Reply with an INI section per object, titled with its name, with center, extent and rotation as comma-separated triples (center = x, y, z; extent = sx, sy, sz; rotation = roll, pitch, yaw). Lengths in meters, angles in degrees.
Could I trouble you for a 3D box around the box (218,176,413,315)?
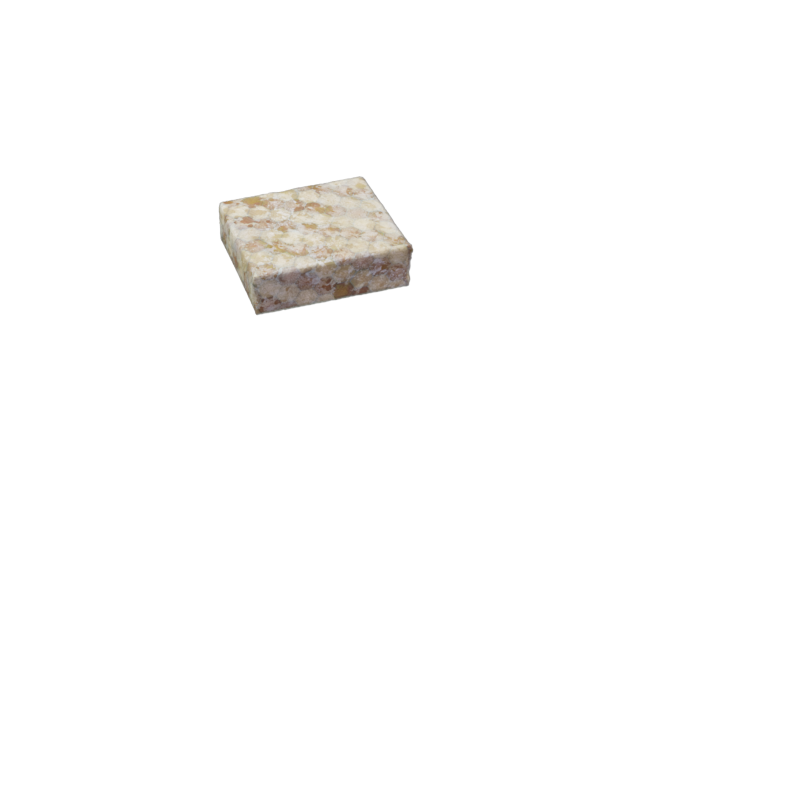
[box]
center = -0.047, -0.086, 0.605
extent = 0.088, 0.028, 0.079
rotation = -13, 42, -15
